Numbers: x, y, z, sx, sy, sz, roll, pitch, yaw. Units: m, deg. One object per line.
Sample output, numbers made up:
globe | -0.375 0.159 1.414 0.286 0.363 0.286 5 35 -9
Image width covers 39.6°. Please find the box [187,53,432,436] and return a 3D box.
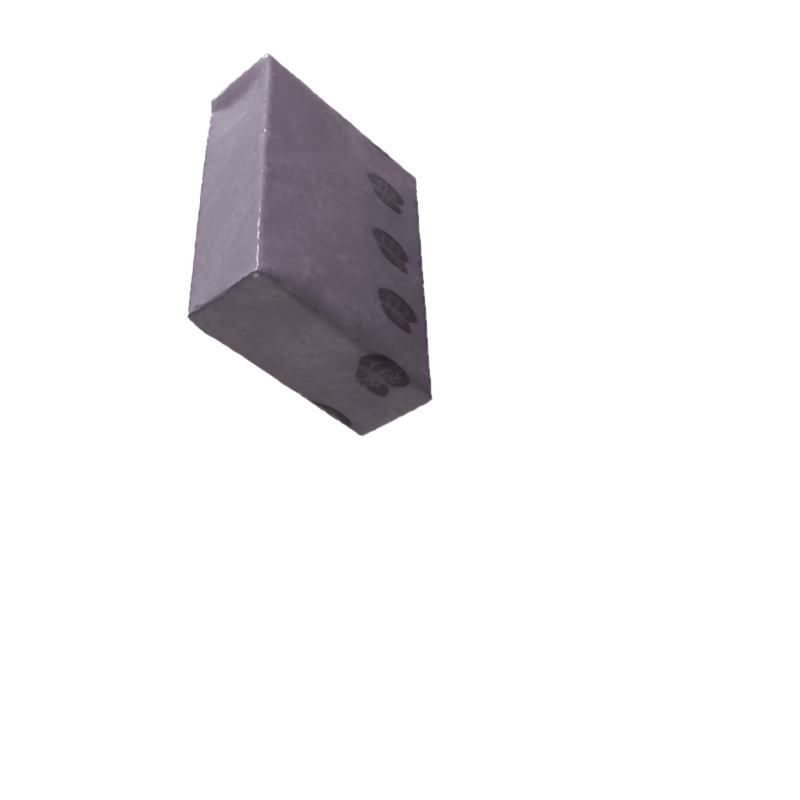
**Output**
box | -0.059 -0.108 0.754 0.071 0.230 0.153 -33 -49 29
